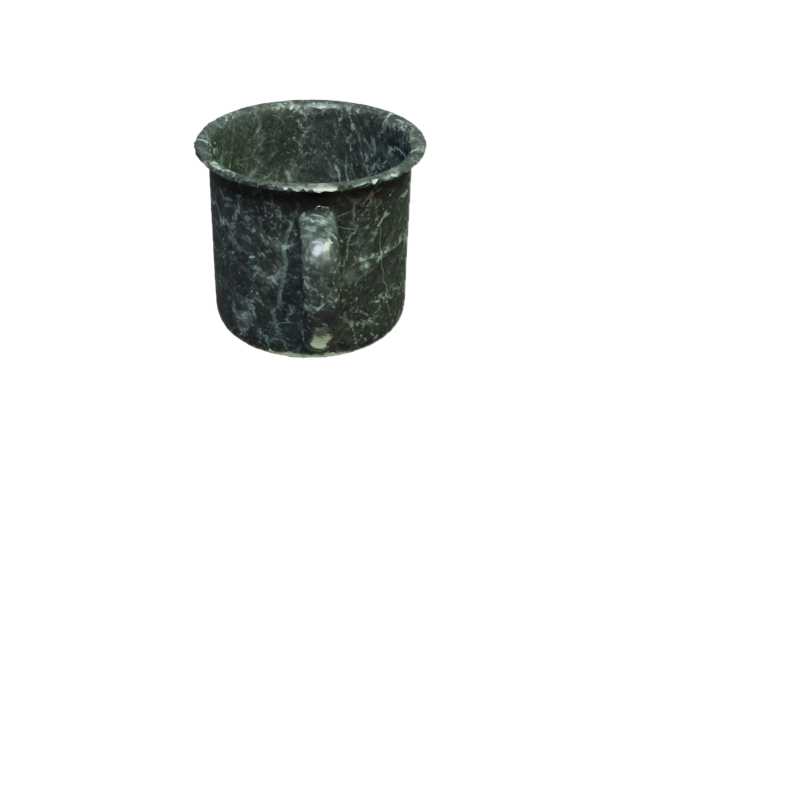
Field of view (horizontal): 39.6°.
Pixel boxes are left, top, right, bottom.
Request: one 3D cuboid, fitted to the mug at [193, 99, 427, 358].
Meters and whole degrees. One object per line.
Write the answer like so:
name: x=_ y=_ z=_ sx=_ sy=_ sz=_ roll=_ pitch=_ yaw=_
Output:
mug: x=-0.035 y=-0.065 z=0.453 sx=0.092 sy=0.077 sz=0.125 roll=-4 pitch=33 yaw=-8
